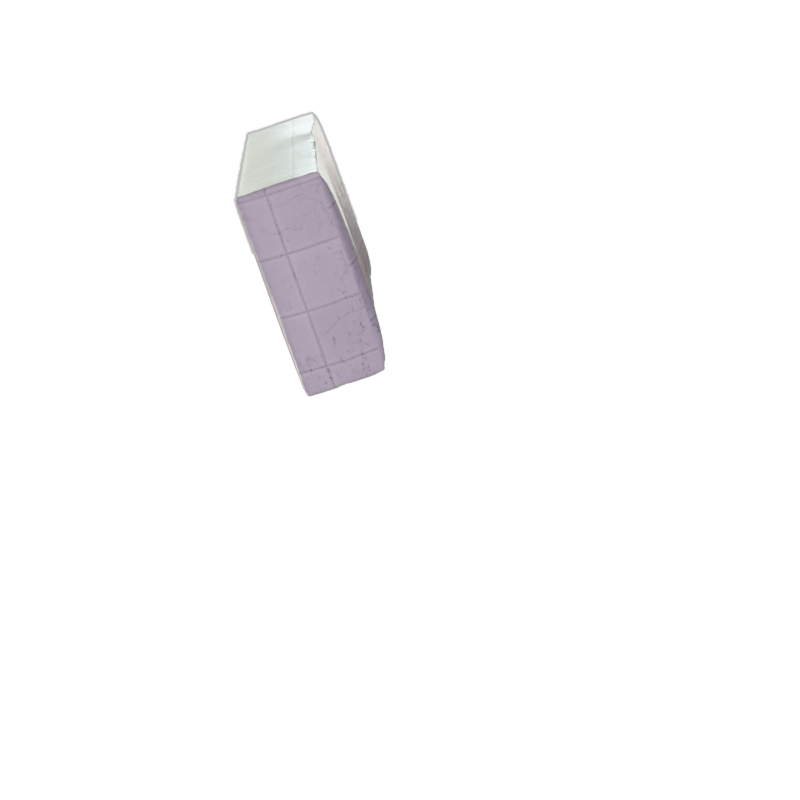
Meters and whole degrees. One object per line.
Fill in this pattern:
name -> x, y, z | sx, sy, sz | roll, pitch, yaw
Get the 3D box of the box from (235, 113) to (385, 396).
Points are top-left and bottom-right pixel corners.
box -> -0.070, -0.127, 0.890 | 0.072, 0.156, 0.225 | -18, 23, 4
